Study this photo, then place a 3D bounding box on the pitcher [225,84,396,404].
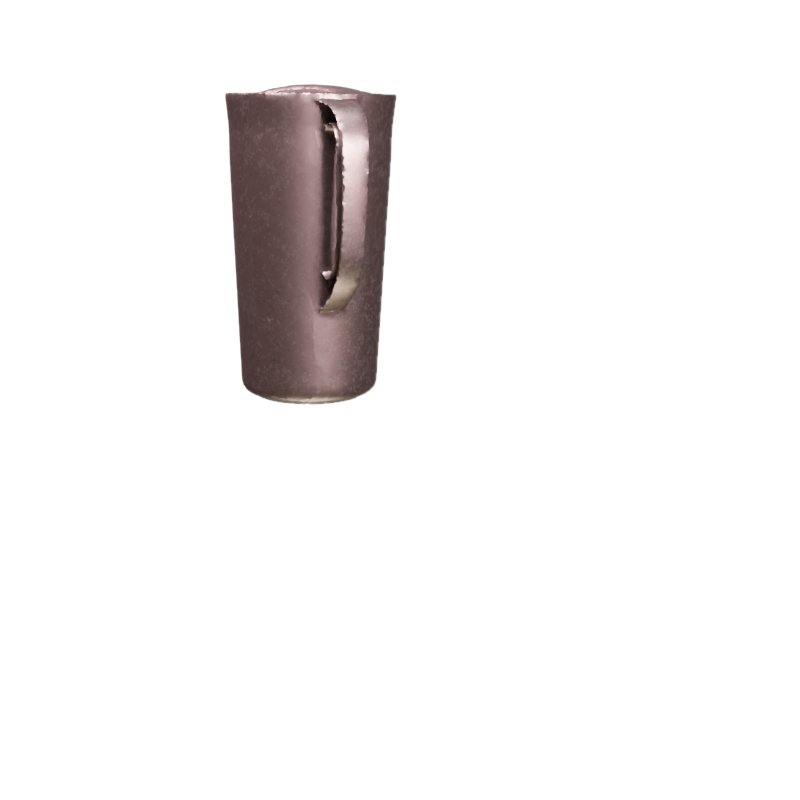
[{"bbox_3d":[-0.068,-0.123,0.864,0.150,0.239,0.147,4,9,23],"label":"pitcher"}]
